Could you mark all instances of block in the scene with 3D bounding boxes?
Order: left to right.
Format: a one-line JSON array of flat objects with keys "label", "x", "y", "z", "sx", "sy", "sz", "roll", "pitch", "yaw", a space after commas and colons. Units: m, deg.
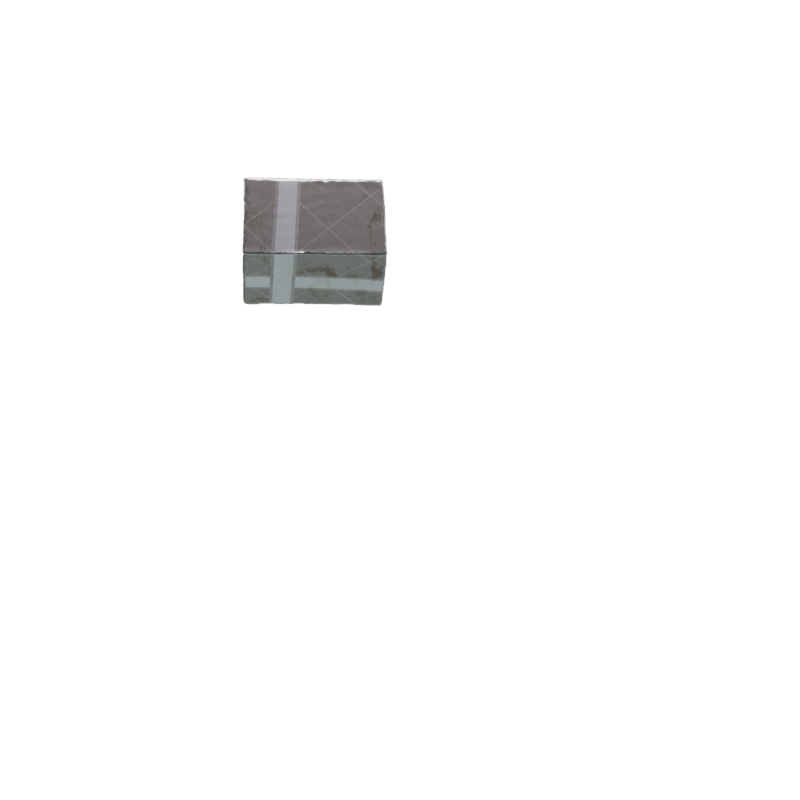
[{"label": "block", "x": -0.047, "y": -0.087, "z": 0.606, "sx": 0.078, "sy": 0.055, "sz": 0.050, "roll": 1, "pitch": -31, "yaw": -4}]
